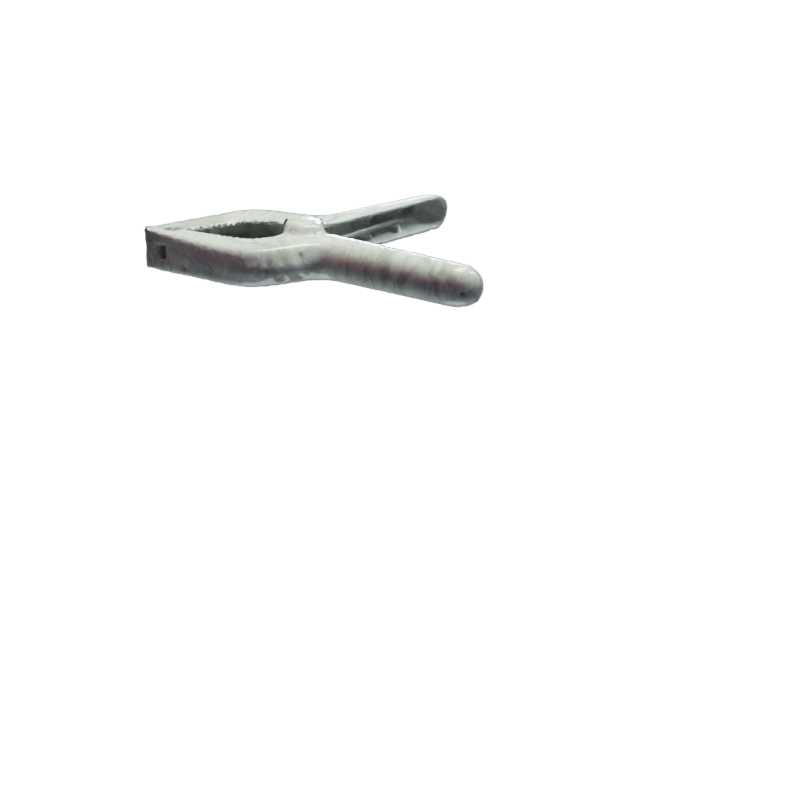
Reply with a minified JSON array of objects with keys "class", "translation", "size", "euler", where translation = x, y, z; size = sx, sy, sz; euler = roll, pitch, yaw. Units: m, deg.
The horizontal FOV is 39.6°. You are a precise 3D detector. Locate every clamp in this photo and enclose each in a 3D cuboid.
[{"class":"clamp","translation":[-0.056,-0.102,0.714],"size":[0.211,0.035,0.171],"euler":[2,25,4]}]
